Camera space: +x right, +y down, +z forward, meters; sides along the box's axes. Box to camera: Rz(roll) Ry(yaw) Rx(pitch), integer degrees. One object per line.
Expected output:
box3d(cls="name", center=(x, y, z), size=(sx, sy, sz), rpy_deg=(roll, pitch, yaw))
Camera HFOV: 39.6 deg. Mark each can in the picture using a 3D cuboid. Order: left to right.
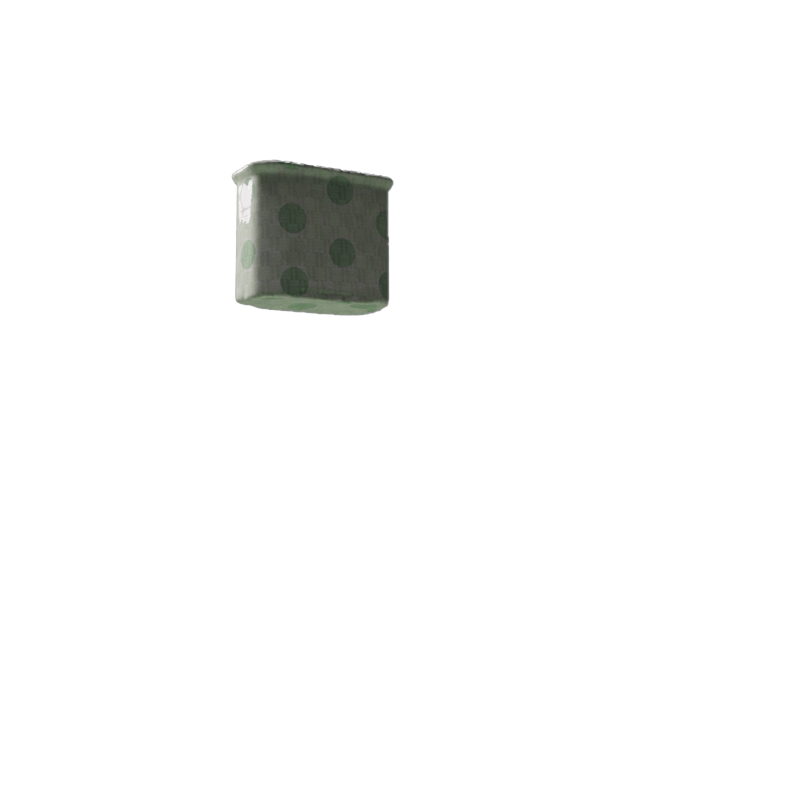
box3d(cls="can", center=(-0.055, -0.100, 0.700), size=(0.098, 0.086, 0.058), rpy_deg=(4, -10, -30))
